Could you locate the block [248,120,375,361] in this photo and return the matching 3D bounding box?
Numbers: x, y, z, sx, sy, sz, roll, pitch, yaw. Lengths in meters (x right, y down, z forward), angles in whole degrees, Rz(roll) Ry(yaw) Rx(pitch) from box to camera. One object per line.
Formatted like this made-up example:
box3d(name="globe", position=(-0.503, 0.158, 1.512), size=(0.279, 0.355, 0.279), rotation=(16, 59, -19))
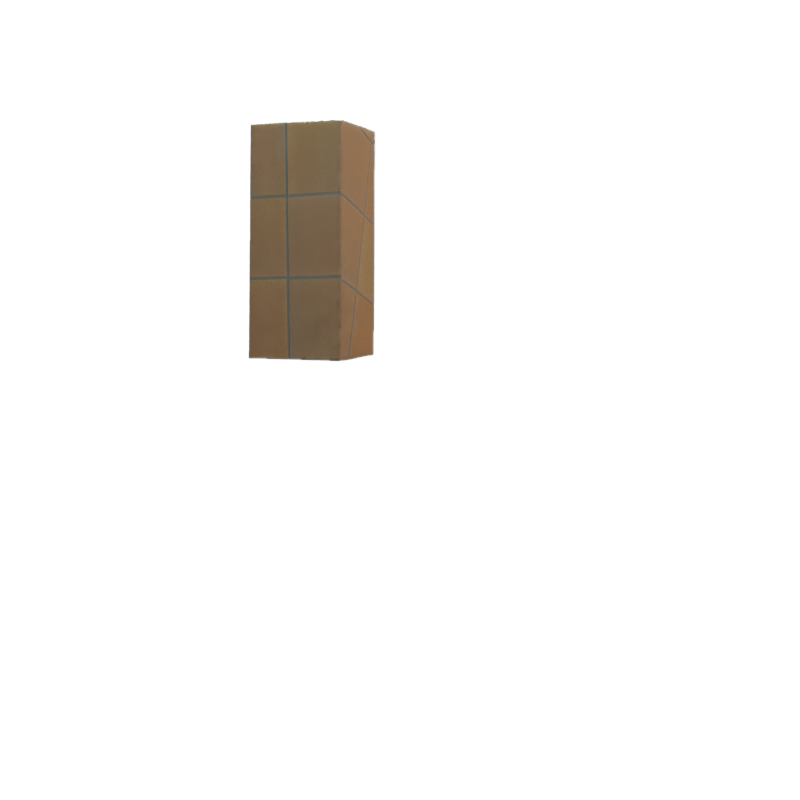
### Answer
box3d(name="block", position=(-0.078, -0.142, 0.997), size=(0.093, 0.207, 0.088), rotation=(0, -1, 21))
